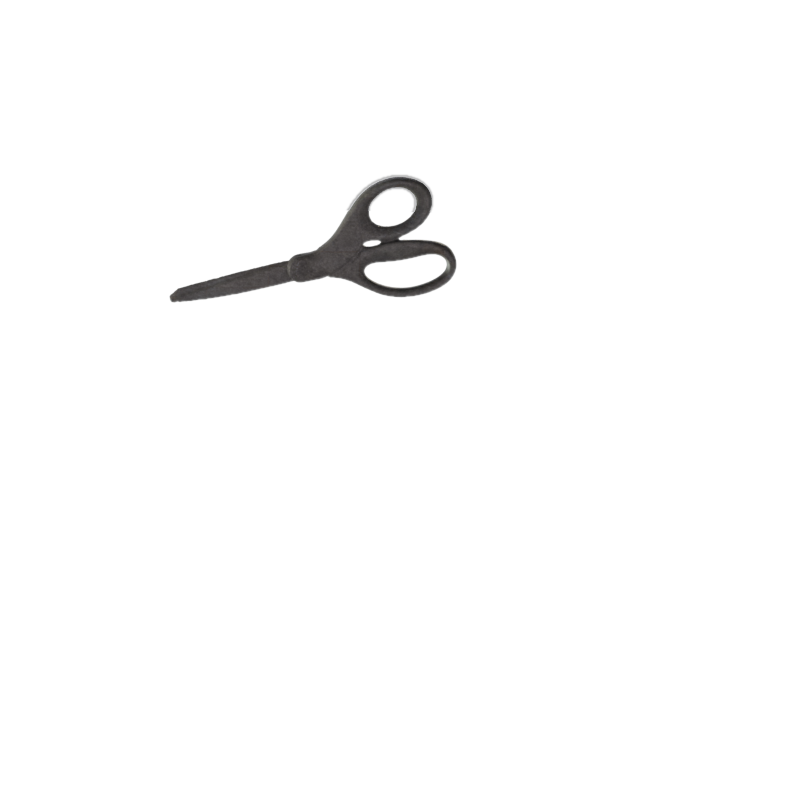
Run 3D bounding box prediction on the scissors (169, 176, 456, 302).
[{"bbox_3d":[-0.061,-0.110,0.774,0.201,0.092,0.016,2,20,-1],"label":"scissors"}]
